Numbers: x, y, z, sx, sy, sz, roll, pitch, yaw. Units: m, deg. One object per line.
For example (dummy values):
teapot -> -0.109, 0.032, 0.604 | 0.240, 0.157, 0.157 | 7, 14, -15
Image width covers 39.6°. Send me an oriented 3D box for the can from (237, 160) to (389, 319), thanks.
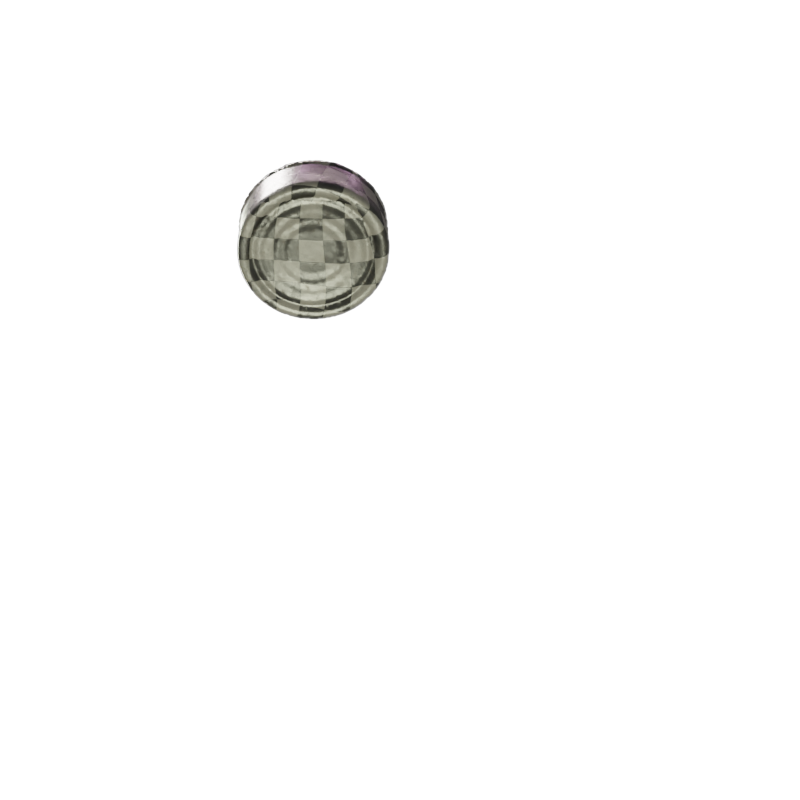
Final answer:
can -> -0.049, -0.089, 0.622 | 0.086, 0.081, 0.036 | 1, 29, -1
